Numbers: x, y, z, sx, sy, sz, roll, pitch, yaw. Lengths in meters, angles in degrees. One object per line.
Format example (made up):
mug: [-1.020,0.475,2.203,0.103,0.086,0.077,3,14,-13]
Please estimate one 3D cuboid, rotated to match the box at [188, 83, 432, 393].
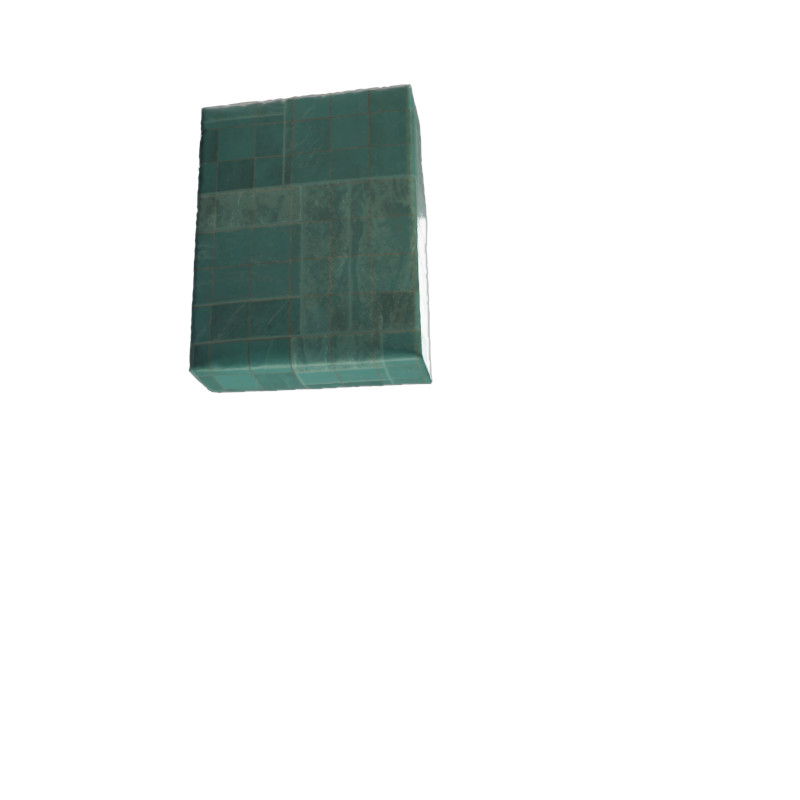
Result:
box: [-0.064,-0.116,0.815,0.166,0.225,0.067,-5,-23,9]
